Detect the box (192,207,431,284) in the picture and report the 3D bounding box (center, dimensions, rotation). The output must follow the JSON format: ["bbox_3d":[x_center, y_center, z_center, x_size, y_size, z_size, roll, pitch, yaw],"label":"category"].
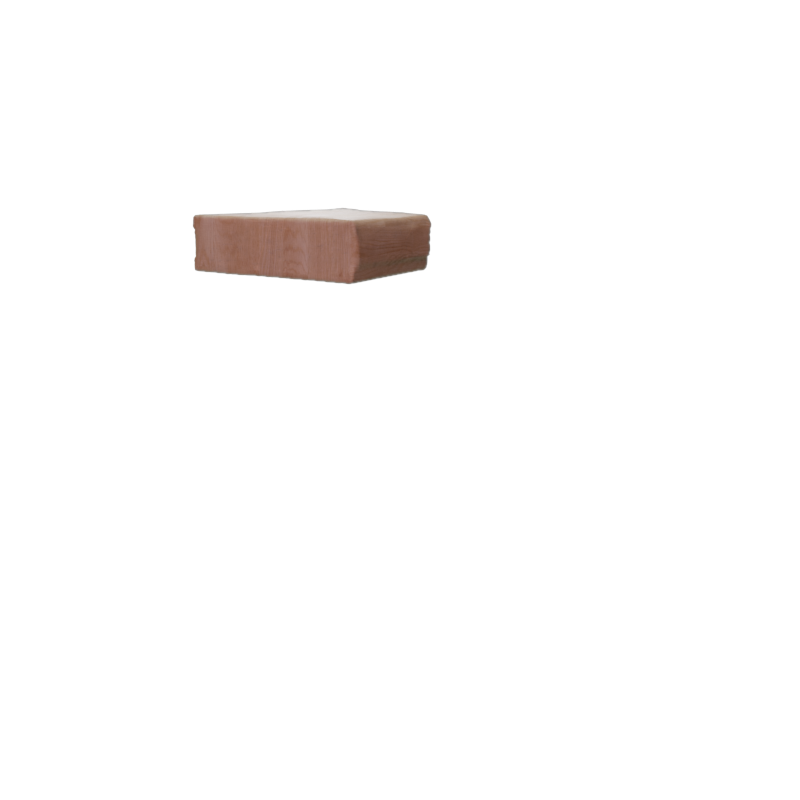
[{"bbox_3d":[-0.041,-0.075,0.524,0.093,0.030,0.071,7,12,31],"label":"box"}]
